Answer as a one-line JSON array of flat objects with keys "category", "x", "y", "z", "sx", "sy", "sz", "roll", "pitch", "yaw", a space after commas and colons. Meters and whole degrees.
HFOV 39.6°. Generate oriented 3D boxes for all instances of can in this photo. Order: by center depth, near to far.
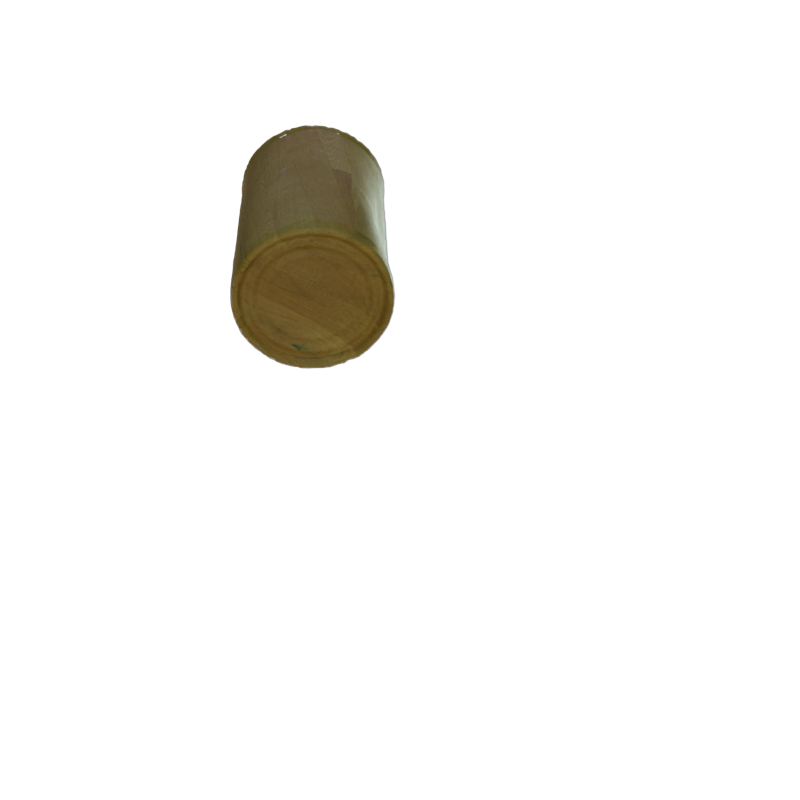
[{"category": "can", "x": -0.038, "y": -0.069, "z": 0.482, "sx": 0.068, "sy": 0.064, "sz": 0.109, "roll": -1, "pitch": 33, "yaw": -3}]
